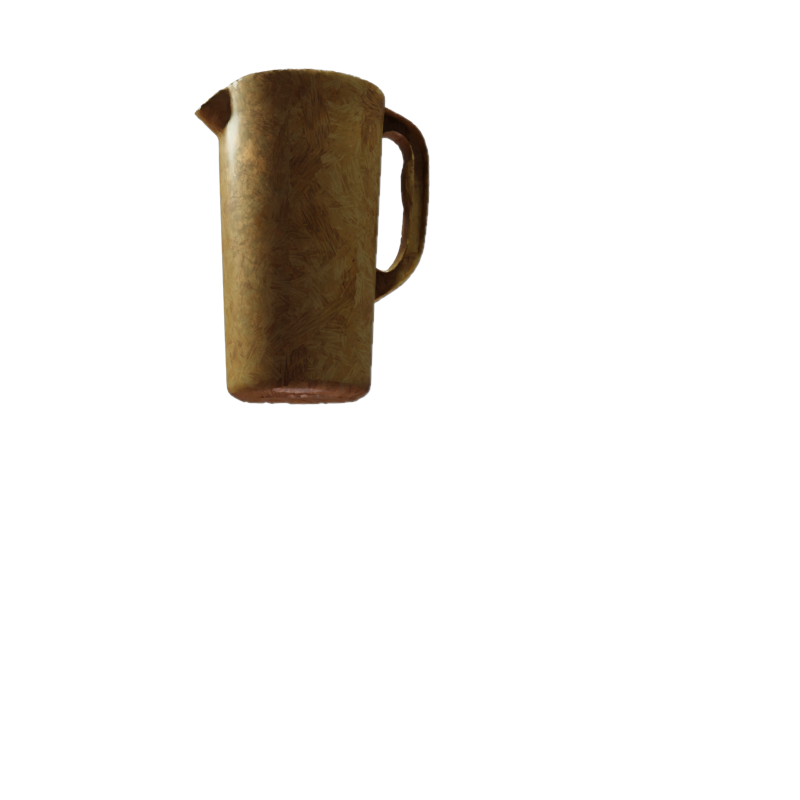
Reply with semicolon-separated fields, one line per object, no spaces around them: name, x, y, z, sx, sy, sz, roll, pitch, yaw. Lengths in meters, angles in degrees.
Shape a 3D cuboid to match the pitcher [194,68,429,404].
pitcher;-0.067;-0.121;0.850;0.153;0.249;0.138;-5;-10;23
